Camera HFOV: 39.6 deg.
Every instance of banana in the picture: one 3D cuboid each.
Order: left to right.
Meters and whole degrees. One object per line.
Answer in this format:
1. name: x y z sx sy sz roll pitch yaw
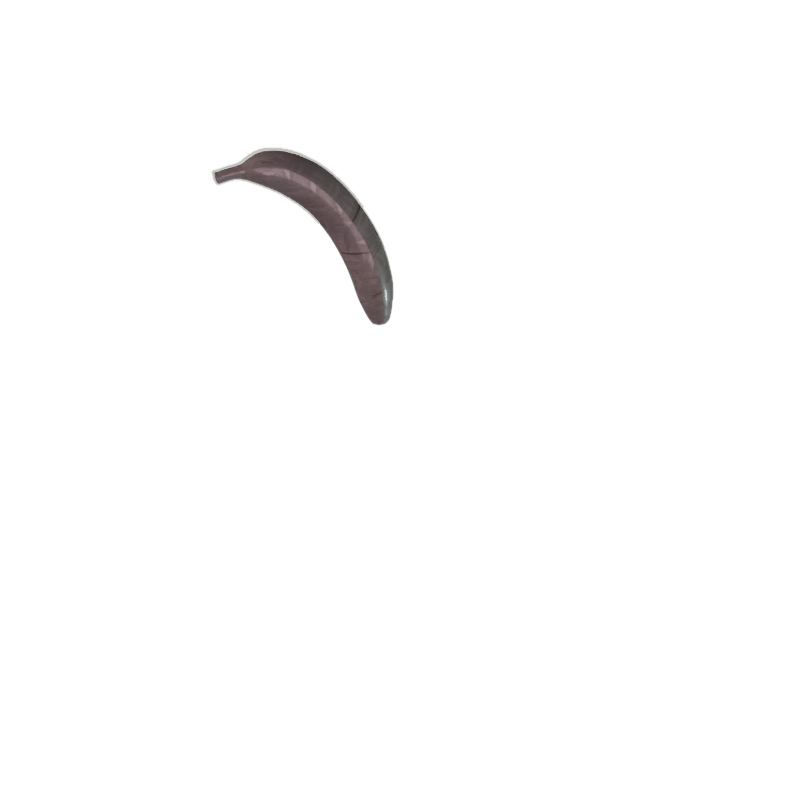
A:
1. banana: -0.063 -0.148 0.930 0.191 0.069 0.038 42 15 -14
